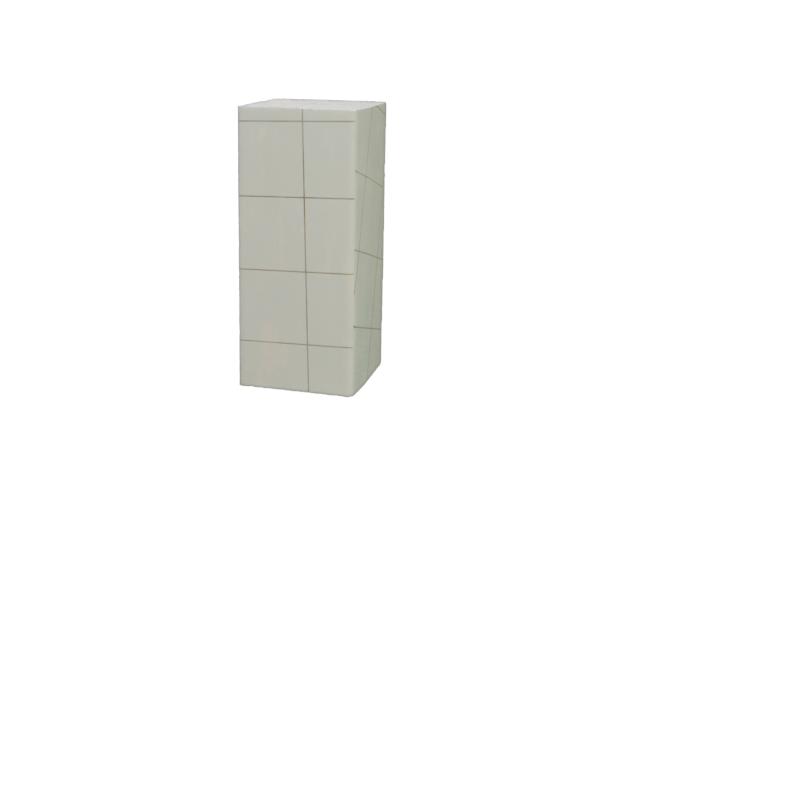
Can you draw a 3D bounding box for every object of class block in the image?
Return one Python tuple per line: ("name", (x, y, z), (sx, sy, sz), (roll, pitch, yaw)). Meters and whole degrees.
("block", (-0.064, -0.118, 0.828), (0.093, 0.200, 0.091), (4, 13, 15))
